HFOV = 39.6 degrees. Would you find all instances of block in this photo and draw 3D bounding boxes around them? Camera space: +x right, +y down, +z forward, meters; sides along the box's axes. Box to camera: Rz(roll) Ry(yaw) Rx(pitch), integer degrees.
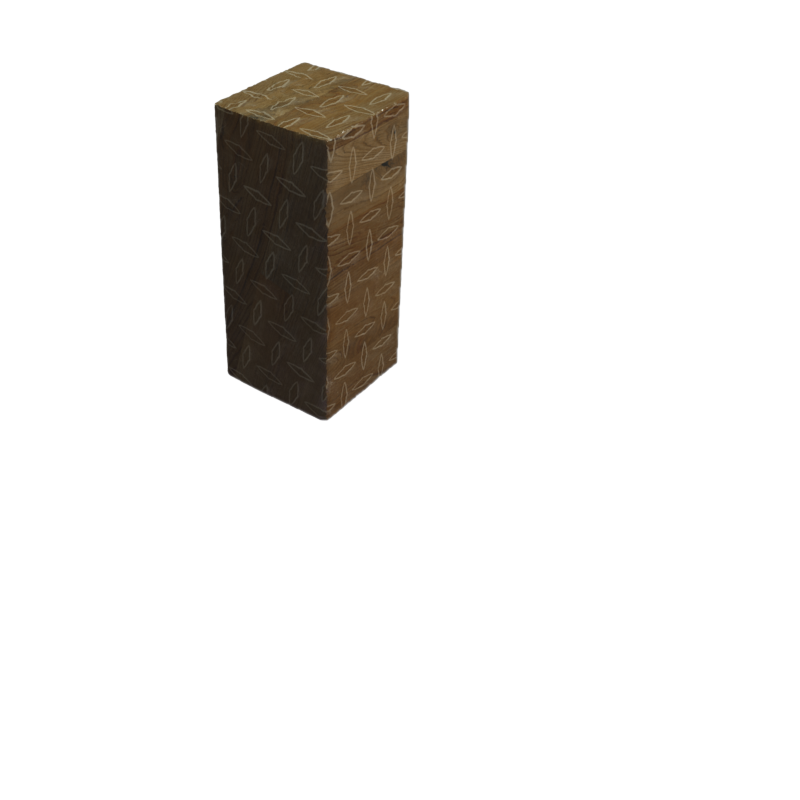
[{"bbox_3d":[-0.057,-0.104,0.732,0.095,0.193,0.091,23,38,29],"label":"block"}]
